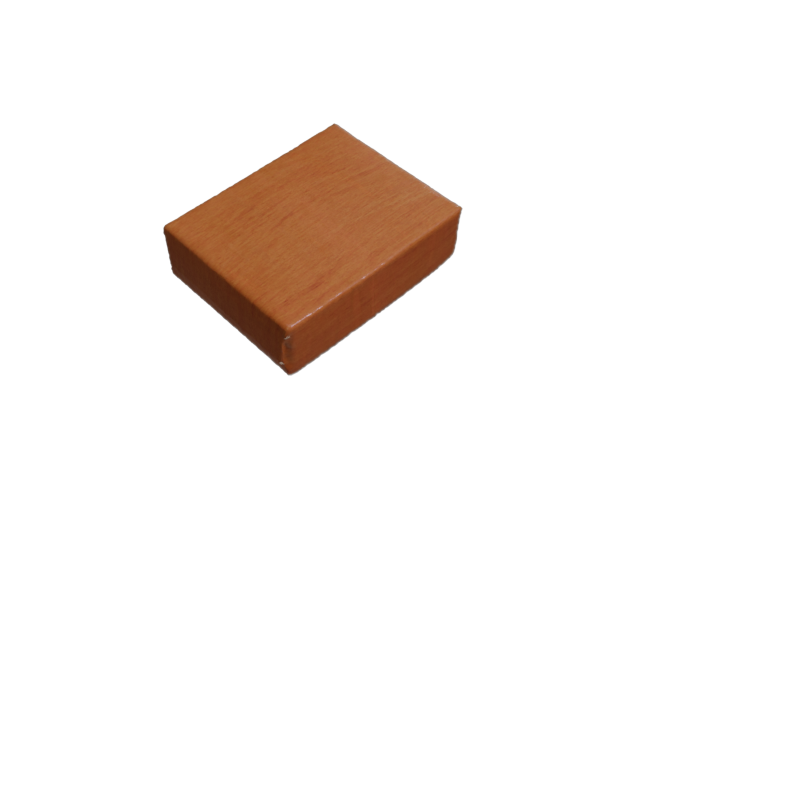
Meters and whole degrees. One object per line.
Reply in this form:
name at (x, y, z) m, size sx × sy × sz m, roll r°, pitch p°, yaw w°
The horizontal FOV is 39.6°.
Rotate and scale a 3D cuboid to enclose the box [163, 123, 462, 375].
box at (-0.041, -0.075, 0.528) m, size 0.114 × 0.036 × 0.096 m, roll -36°, pitch 58°, yaw -28°
